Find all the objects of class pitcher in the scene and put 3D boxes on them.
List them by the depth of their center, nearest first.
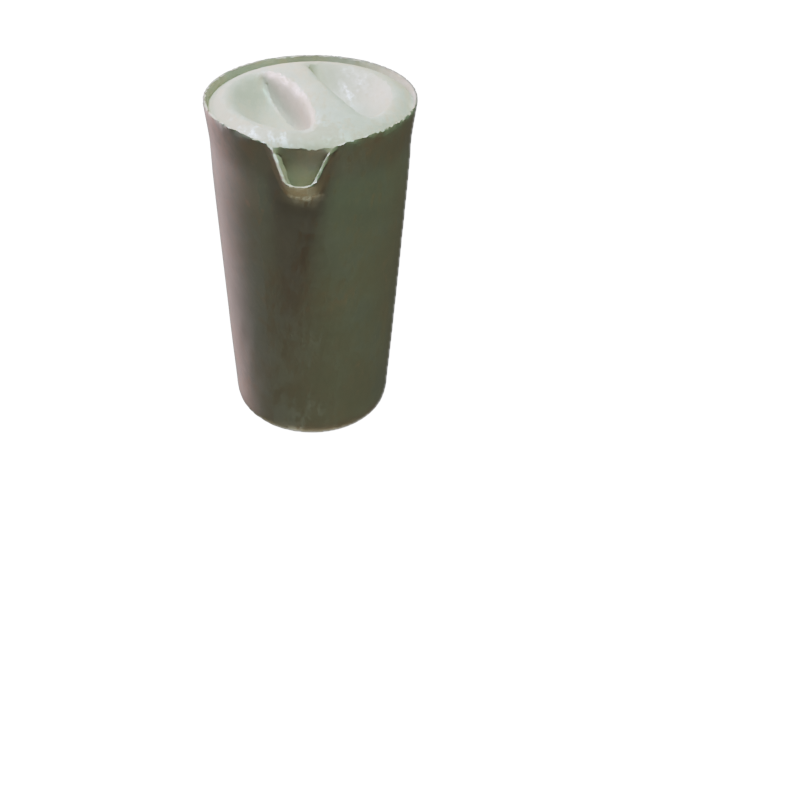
[{"bbox_3d":[-0.059,-0.108,0.757,0.149,0.227,0.155,-28,45,-35],"label":"pitcher"}]
